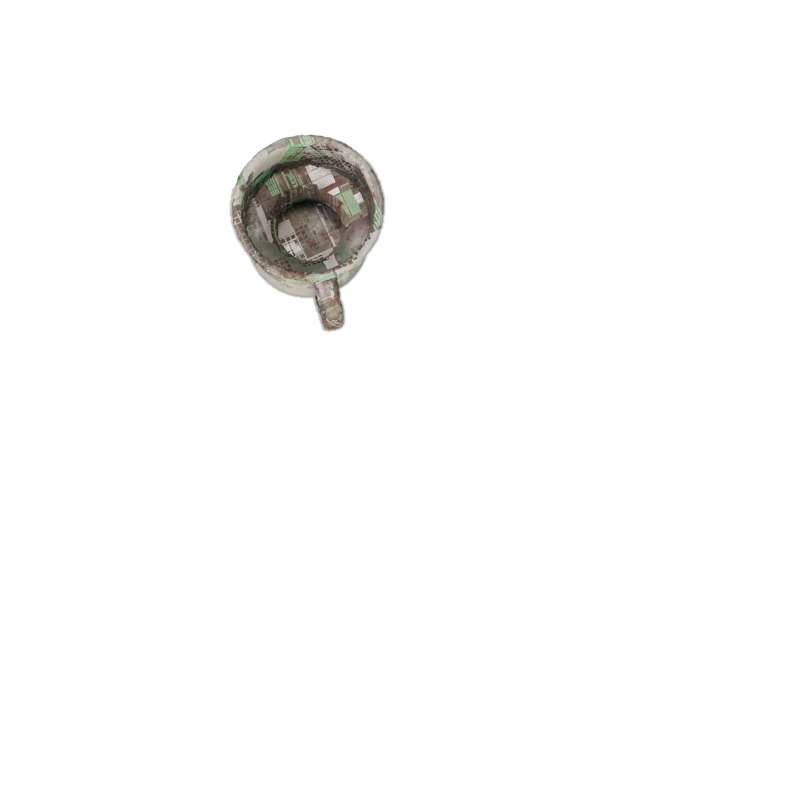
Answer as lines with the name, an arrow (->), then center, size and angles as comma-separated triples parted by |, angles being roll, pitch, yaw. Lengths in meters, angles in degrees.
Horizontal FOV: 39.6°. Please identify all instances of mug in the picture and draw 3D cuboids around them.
mug -> -0.055, -0.101, 0.706 | 0.093, 0.121, 0.079 | -16, -11, -5
